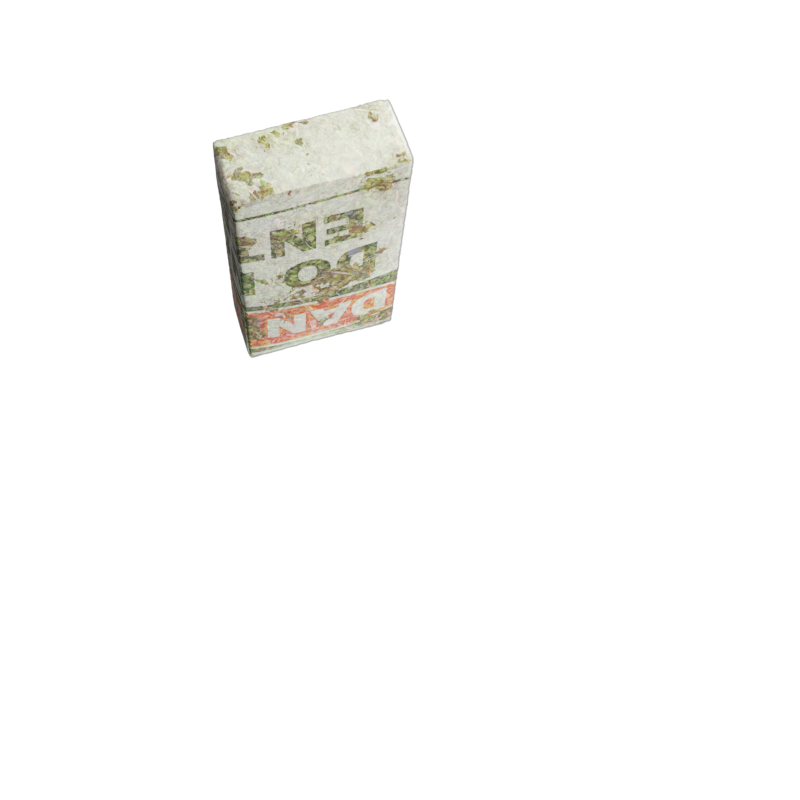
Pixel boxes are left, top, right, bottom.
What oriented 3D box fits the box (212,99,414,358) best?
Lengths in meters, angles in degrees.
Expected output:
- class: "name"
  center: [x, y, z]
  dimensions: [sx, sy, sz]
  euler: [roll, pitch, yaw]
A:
- class: "box"
  center: [-0.047, -0.086, 0.602]
  dimensions: [0.093, 0.051, 0.167]
  euler: [-16, -19, -9]
